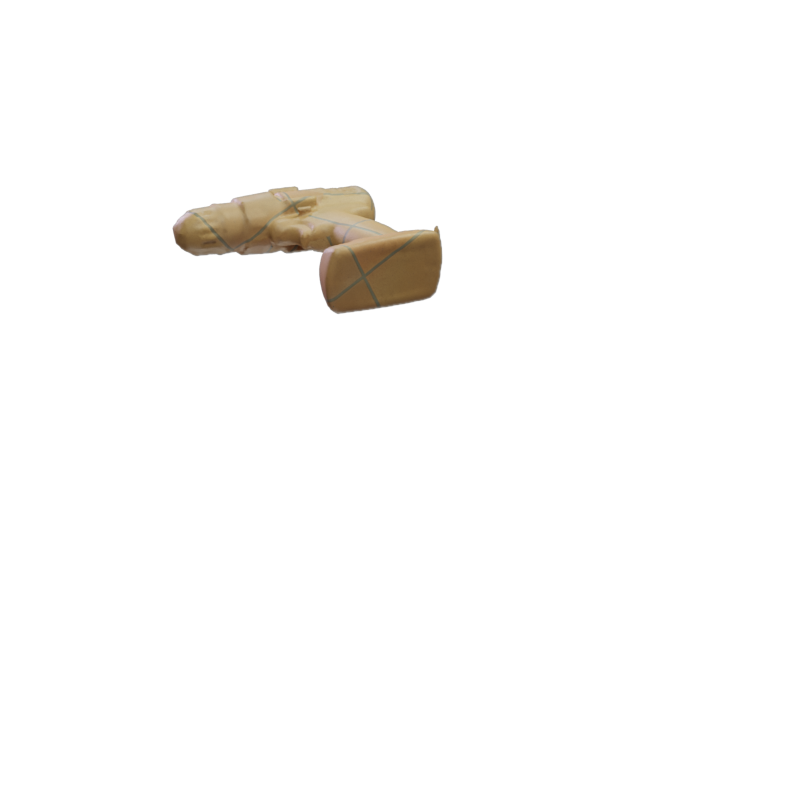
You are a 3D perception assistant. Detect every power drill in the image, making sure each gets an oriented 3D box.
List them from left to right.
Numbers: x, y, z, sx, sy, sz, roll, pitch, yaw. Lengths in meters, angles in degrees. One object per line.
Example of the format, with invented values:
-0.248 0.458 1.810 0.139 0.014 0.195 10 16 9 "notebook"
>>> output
-0.070 -0.128 0.895 0.181 0.055 0.201 -14 29 -27 "power drill"
